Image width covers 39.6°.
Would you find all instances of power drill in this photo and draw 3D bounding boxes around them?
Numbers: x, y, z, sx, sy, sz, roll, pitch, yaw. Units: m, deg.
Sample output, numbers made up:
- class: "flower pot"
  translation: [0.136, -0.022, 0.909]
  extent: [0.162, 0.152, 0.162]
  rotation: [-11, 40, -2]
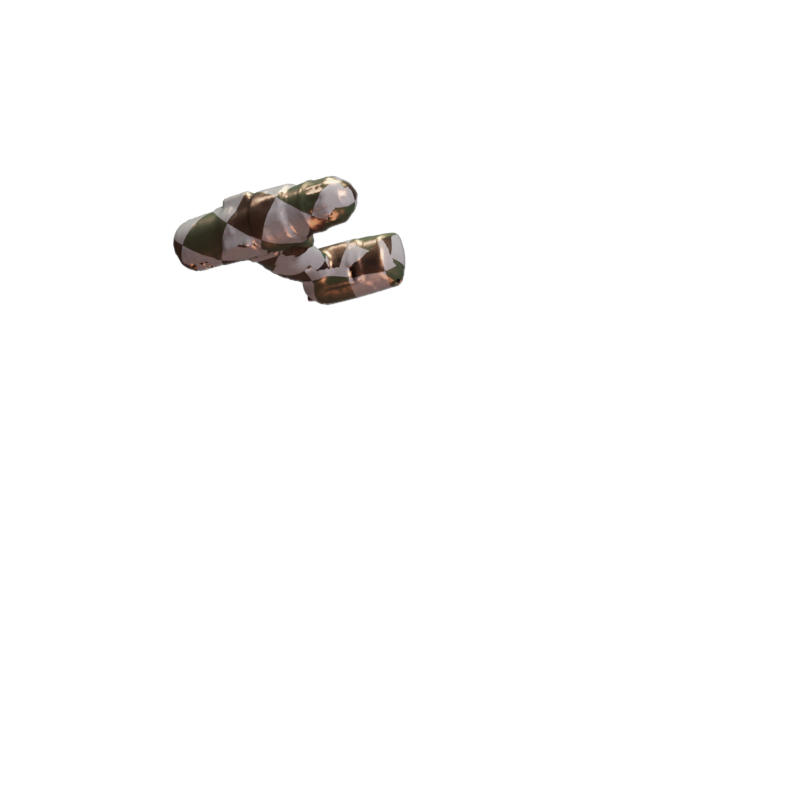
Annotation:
- class: "power drill"
  translation: [-0.076, -0.139, 0.974]
  extent: [0.188, 0.060, 0.176]
  rotation: [-9, -16, 35]
